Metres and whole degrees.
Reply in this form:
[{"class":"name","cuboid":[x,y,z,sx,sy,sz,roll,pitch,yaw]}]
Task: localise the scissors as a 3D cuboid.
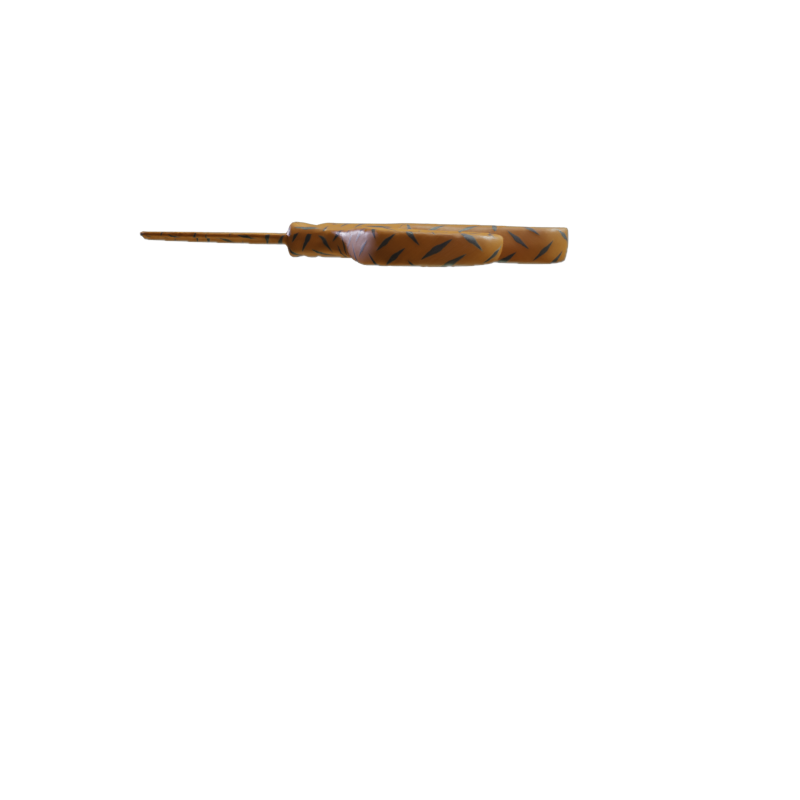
[{"class":"scissors","cuboid":[-0.036,-0.065,0.454,0.206,0.015,0.095,3,10,17]}]
